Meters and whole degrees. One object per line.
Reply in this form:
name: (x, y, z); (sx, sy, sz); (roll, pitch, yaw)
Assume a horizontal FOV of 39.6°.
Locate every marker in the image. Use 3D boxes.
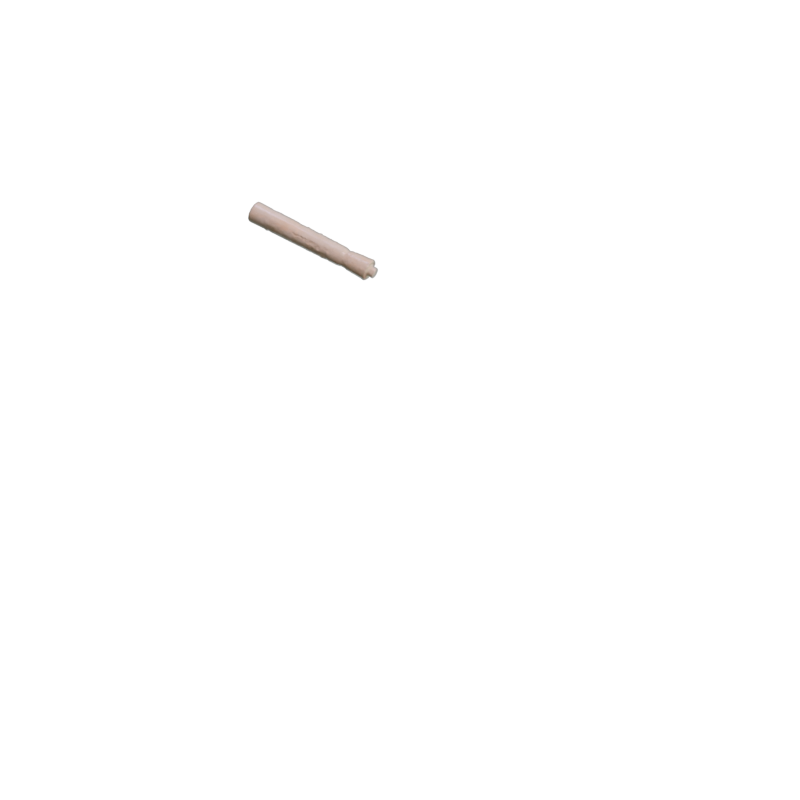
marker: (-0.073, -0.133, 0.931); (0.126, 0.019, 0.019); (29, 12, 18)
